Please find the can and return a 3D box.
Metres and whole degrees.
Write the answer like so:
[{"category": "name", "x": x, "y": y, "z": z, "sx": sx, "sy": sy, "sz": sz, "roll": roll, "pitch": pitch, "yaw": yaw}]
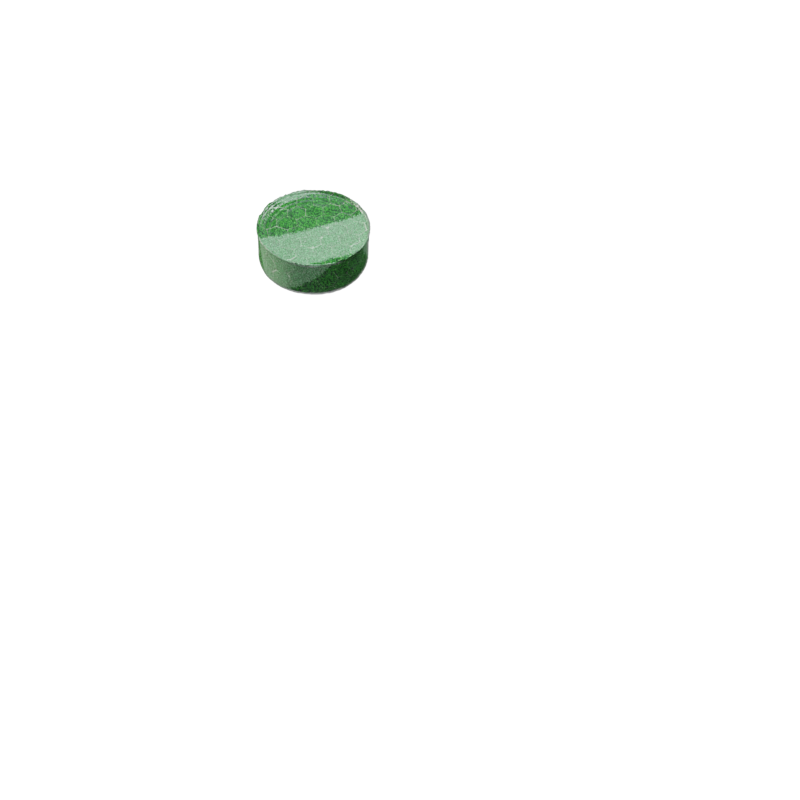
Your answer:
[{"category": "can", "x": -0.066, "y": -0.120, "z": 0.844, "sx": 0.086, "sy": 0.092, "sz": 0.031, "roll": -1, "pitch": -43, "yaw": -1}]
